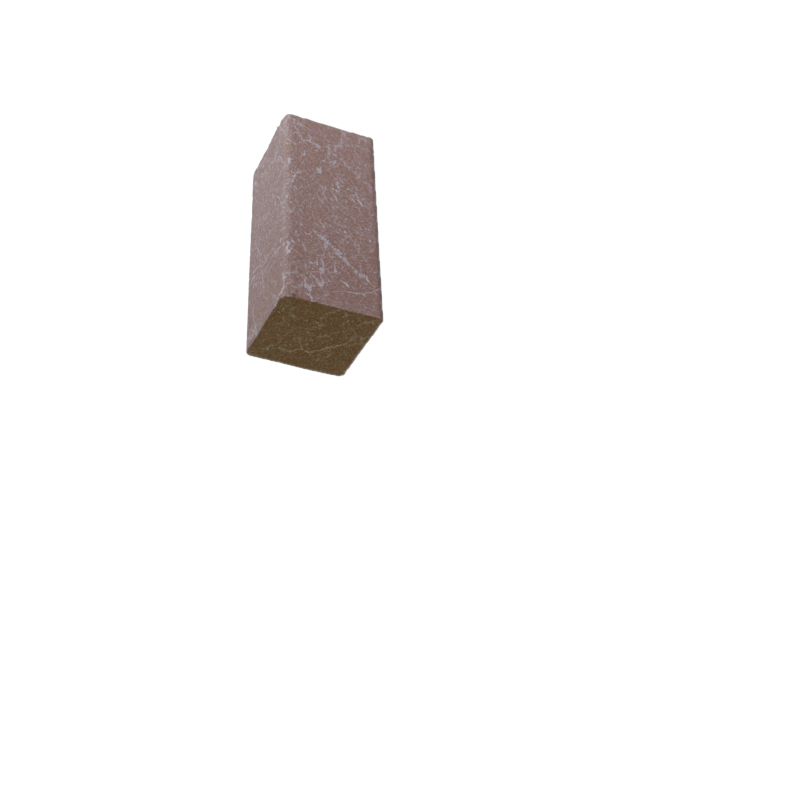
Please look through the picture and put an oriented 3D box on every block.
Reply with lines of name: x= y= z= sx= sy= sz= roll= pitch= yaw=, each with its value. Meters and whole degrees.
block: x=-0.076 y=-0.138 z=0.965 sx=0.087 sy=0.221 sz=0.087 roll=13 pitch=-40 yaw=-20
